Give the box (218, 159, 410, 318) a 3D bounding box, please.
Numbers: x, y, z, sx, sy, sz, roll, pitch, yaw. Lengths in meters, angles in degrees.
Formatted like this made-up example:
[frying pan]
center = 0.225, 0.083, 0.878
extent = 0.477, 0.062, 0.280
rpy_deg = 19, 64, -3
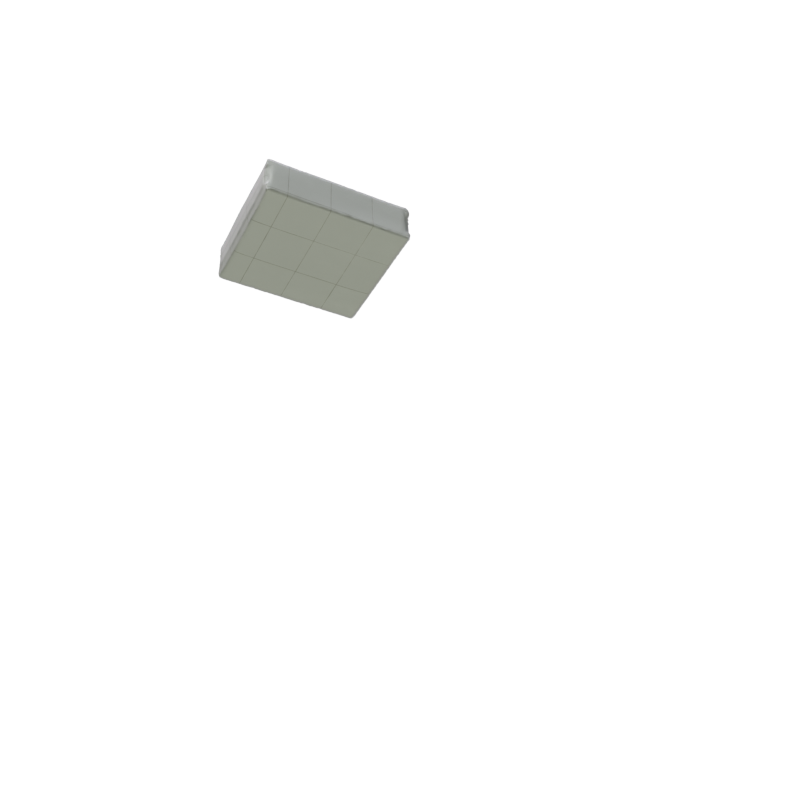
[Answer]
[box]
center = -0.049, -0.090, 0.633
extent = 0.086, 0.032, 0.070
rpy_deg = 17, -46, -18
